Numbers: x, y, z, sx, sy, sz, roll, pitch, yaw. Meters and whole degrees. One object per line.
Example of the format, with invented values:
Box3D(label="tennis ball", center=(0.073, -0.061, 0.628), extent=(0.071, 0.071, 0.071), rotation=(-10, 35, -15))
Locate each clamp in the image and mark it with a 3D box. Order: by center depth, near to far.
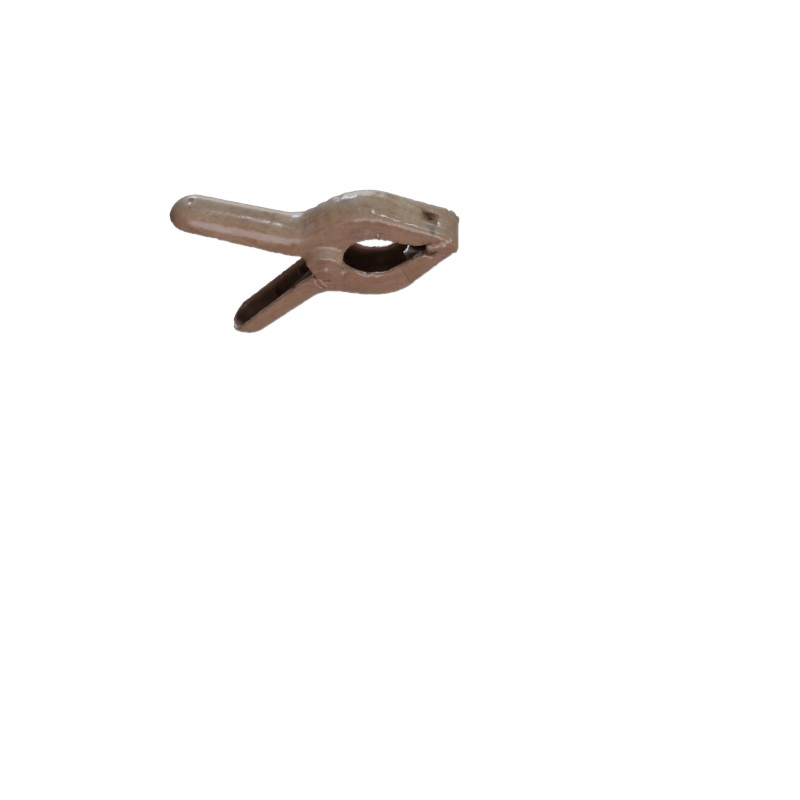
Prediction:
Box3D(label="clamp", center=(-0.053, -0.097, 0.679), extent=(0.173, 0.042, 0.111), rotation=(-14, -36, 21))
